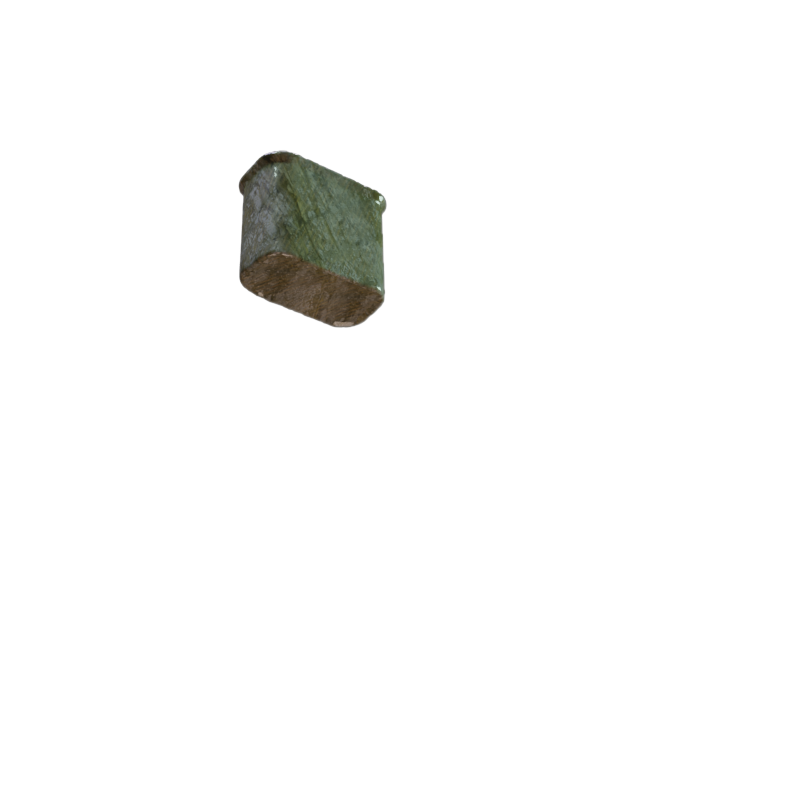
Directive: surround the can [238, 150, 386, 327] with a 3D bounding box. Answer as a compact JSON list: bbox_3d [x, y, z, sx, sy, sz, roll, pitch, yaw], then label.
[{"bbox_3d":[-0.058,-0.105,0.739,0.097,0.090,0.056,21,-41,-29],"label":"can"}]
